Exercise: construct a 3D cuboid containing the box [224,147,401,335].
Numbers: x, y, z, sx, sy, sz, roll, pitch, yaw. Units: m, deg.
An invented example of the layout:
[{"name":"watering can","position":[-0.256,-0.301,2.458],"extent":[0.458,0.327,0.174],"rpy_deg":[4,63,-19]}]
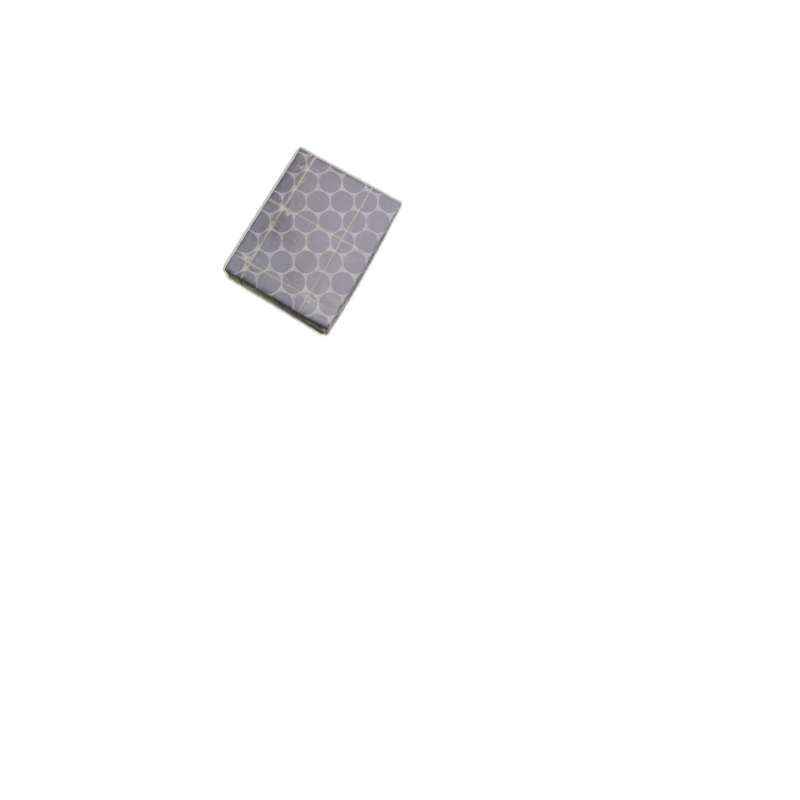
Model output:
[{"name":"box","position":[-0.065,-0.119,0.834],"extent":[0.091,0.115,0.038],"rpy_deg":[29,-13,6]}]
